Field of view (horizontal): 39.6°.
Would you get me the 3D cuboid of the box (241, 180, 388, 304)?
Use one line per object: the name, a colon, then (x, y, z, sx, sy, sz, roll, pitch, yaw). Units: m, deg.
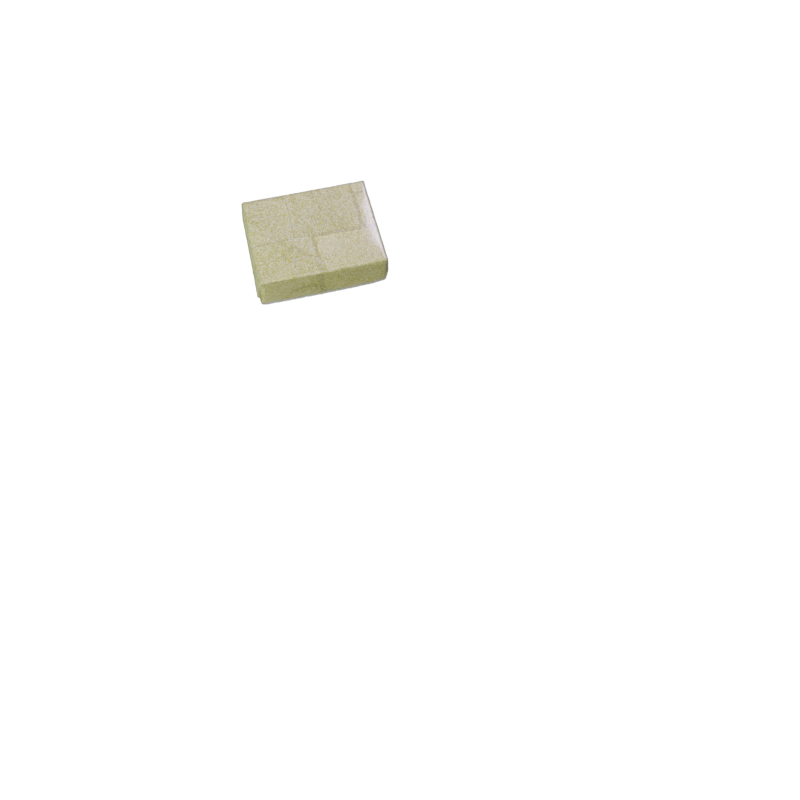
box: (-0.075, -0.137, 0.957, 0.113, 0.097, 0.036, -11, -32, -7)
